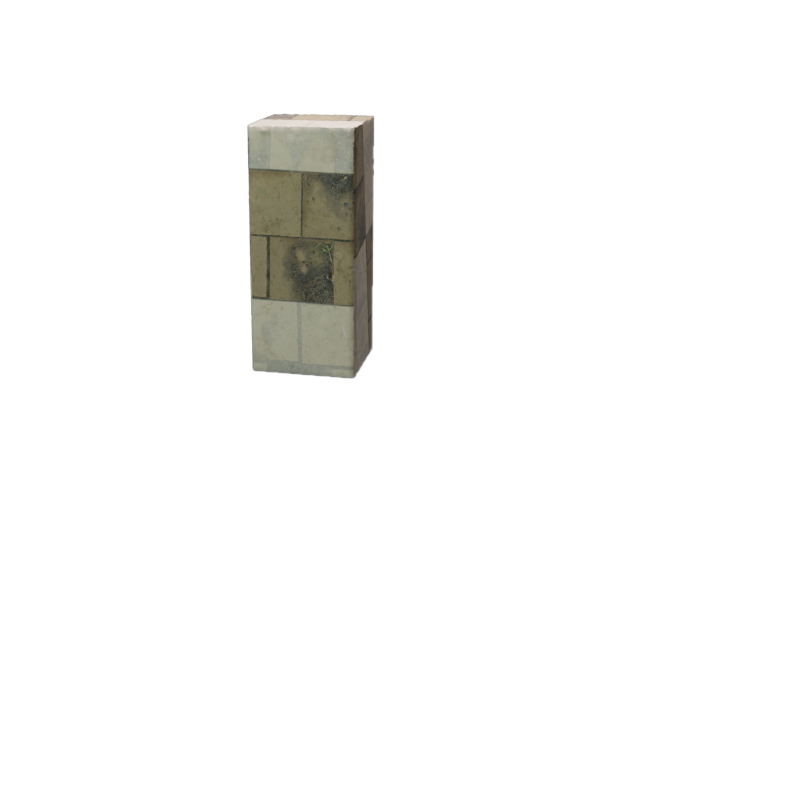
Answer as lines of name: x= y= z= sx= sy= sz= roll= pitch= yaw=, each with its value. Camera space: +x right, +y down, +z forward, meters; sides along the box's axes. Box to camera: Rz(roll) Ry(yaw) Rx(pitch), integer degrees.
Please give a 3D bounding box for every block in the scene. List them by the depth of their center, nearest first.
block: x=-0.073 y=-0.133 z=0.932 sx=0.092 sy=0.200 sz=0.092 roll=4 pitch=15 yaw=10
